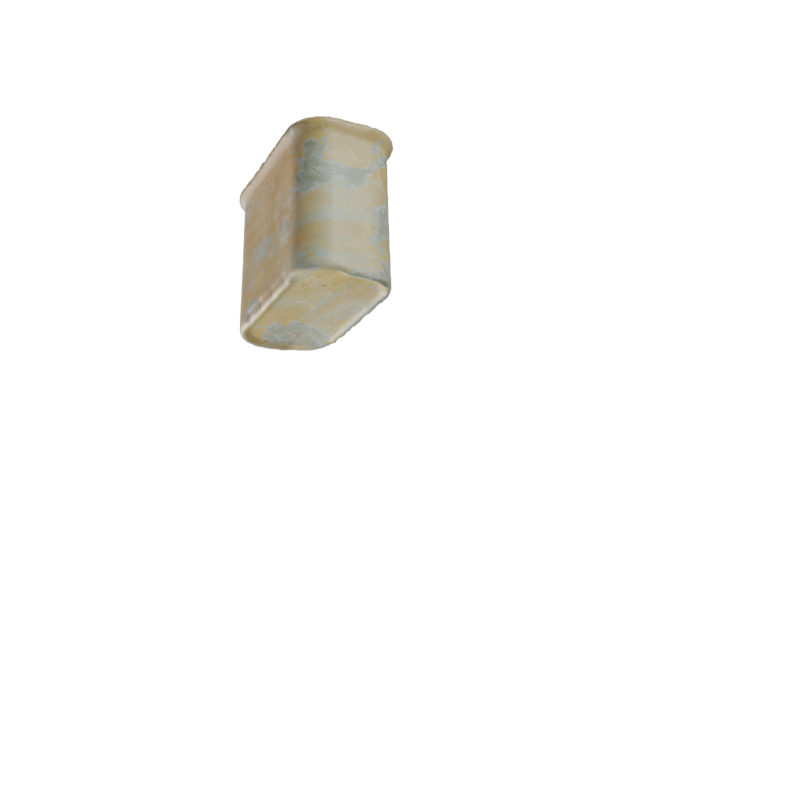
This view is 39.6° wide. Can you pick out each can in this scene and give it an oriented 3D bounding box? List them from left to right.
[{"bbox_3d":[-0.044,-0.081,0.567,0.055,0.089,0.100,11,-28,-25],"label":"can"}]
